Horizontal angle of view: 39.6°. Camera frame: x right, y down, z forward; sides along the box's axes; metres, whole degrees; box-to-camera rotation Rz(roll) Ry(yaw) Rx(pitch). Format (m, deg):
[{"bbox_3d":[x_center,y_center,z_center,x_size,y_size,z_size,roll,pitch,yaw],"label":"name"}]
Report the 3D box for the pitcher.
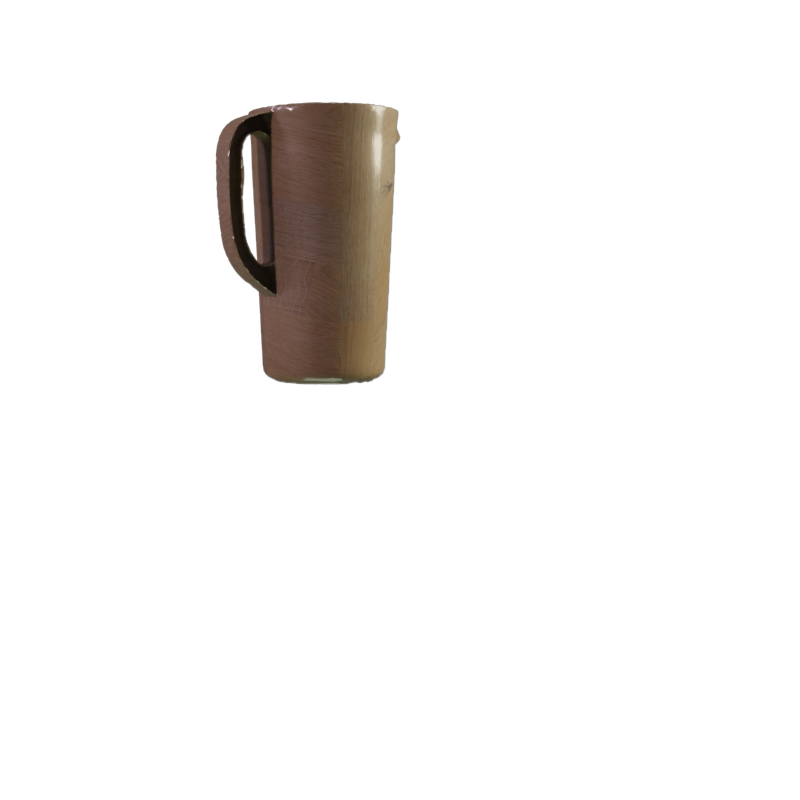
[{"bbox_3d":[-0.076,-0.139,0.972,0.150,0.243,0.144,0,1,5],"label":"pitcher"}]
